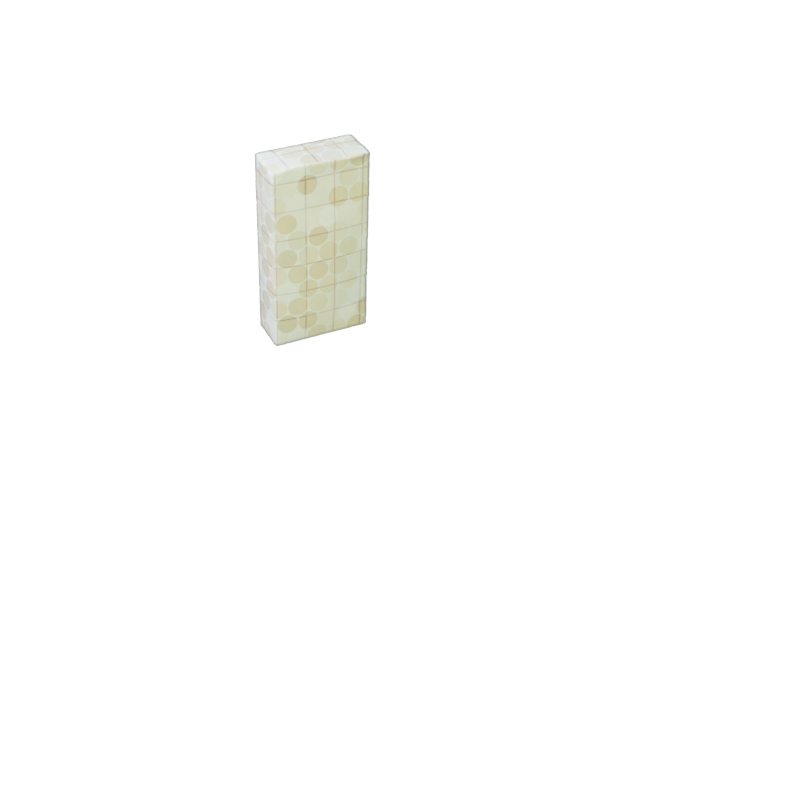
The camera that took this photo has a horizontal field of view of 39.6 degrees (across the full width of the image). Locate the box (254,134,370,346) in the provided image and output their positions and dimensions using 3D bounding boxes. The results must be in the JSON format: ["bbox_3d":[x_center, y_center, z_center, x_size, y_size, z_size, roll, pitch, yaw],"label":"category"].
[{"bbox_3d":[-0.076,-0.138,0.971,0.092,0.165,0.052,-15,40,-22],"label":"box"}]
